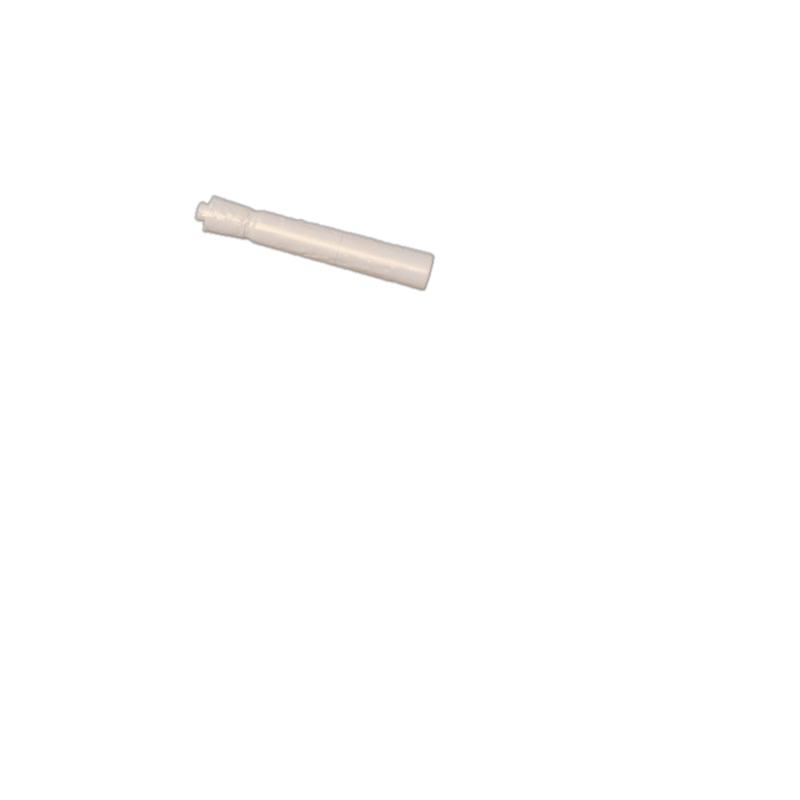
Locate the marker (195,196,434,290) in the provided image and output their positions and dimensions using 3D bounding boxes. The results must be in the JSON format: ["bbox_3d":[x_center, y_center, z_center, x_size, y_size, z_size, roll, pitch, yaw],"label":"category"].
[{"bbox_3d":[-0.044,-0.080,0.558,0.122,0.020,0.020,16,4,3],"label":"marker"}]
